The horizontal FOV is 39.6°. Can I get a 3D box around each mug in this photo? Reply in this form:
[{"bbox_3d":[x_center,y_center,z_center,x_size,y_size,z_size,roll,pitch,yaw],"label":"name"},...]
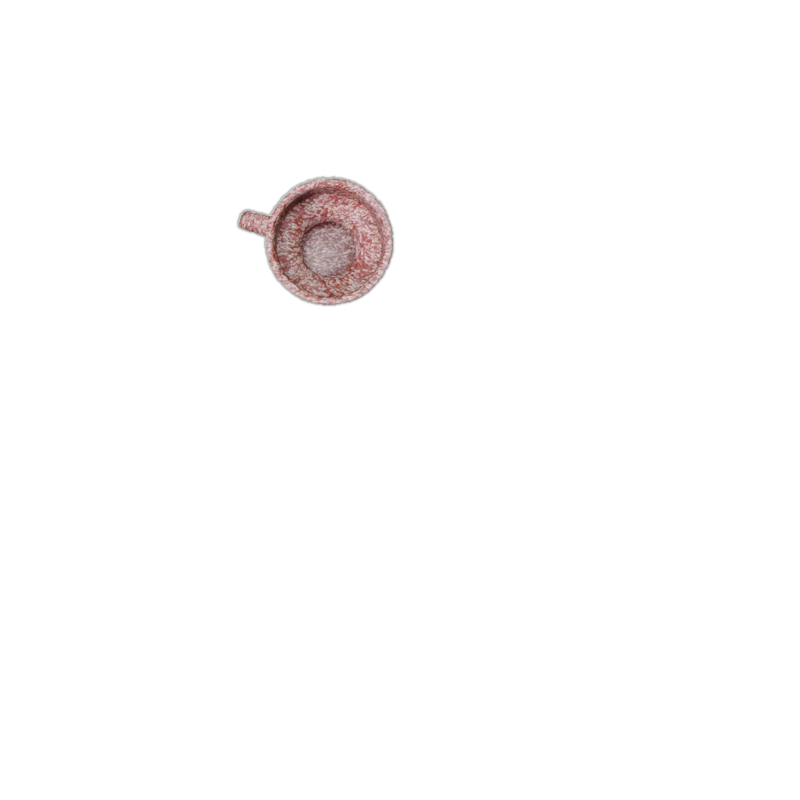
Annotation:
[{"bbox_3d":[-0.066,-0.120,0.841,0.117,0.094,0.081,14,-2,-1],"label":"mug"}]
